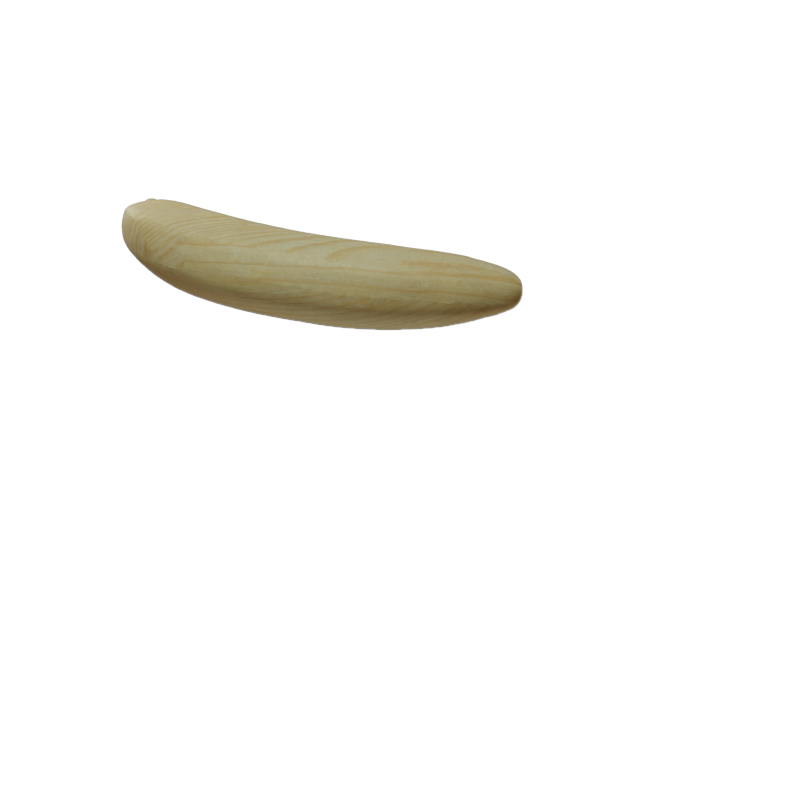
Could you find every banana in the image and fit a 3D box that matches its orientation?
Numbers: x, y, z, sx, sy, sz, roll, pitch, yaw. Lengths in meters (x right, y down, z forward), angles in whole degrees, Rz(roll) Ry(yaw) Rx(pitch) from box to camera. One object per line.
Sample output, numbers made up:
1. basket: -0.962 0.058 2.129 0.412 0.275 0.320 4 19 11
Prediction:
1. banana: -0.050 -0.062 0.481 0.206 0.035 0.071 17 36 24
